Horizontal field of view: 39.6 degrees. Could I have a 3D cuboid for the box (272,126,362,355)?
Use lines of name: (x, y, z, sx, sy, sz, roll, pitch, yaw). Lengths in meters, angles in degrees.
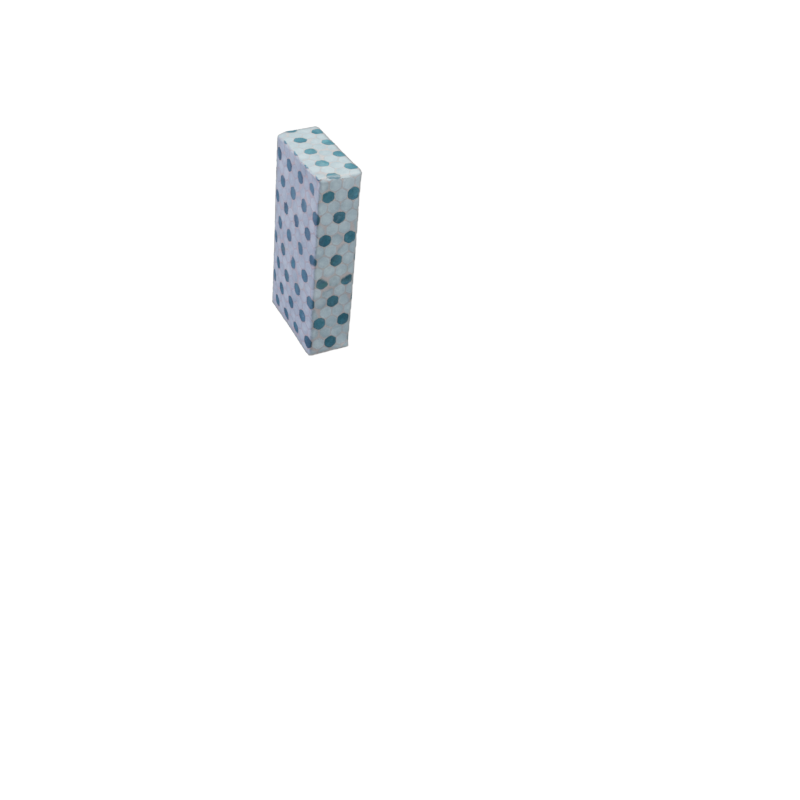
box: (-0.075, -0.137, 0.956, 0.047, 0.165, 0.101, -13, 38, -22)
